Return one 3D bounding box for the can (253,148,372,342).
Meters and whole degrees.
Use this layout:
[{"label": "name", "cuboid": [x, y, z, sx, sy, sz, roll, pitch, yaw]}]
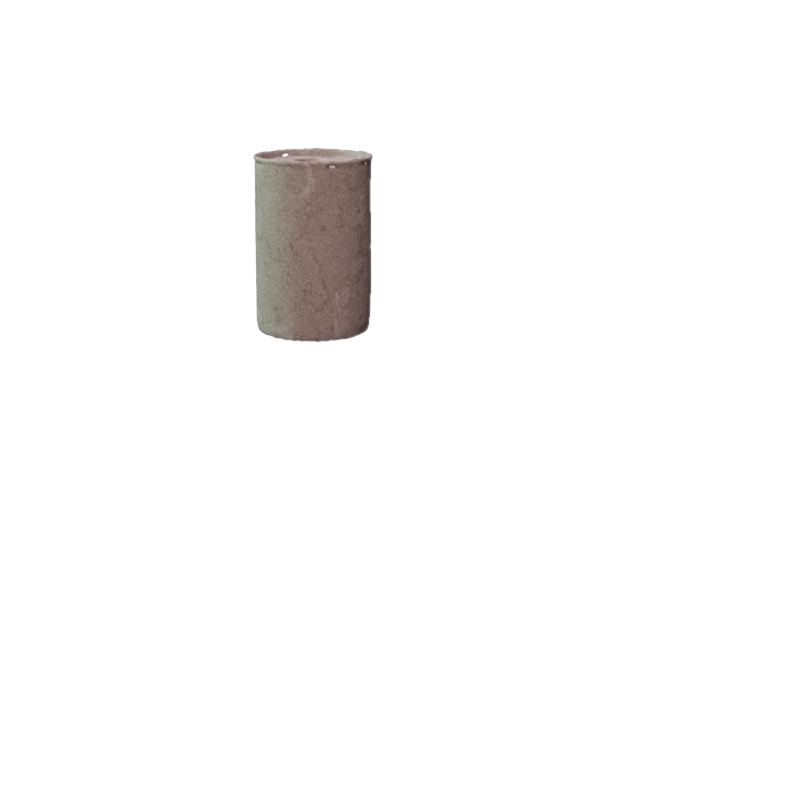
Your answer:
[{"label": "can", "cuboid": [-0.050, -0.091, 0.641, 0.068, 0.099, 0.071, 0, 14, -2]}]
